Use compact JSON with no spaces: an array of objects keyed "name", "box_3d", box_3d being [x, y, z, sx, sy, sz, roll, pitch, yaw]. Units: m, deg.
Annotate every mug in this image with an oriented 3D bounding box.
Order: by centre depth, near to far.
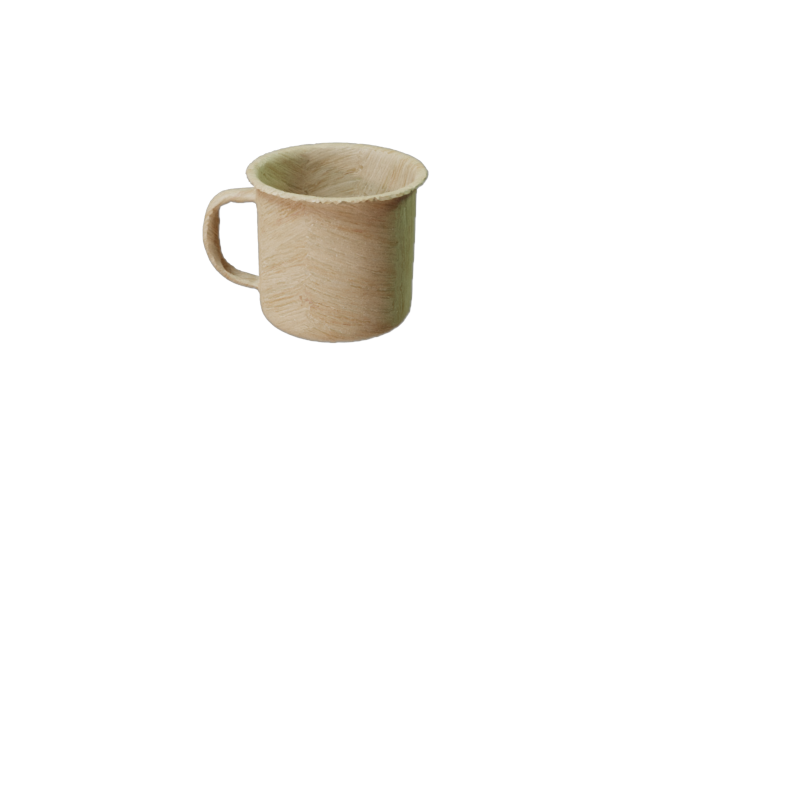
[{"name":"mug","box_3d":[-0.045,-0.083,0.581,0.117,0.077,0.098,1,27,1]}]
